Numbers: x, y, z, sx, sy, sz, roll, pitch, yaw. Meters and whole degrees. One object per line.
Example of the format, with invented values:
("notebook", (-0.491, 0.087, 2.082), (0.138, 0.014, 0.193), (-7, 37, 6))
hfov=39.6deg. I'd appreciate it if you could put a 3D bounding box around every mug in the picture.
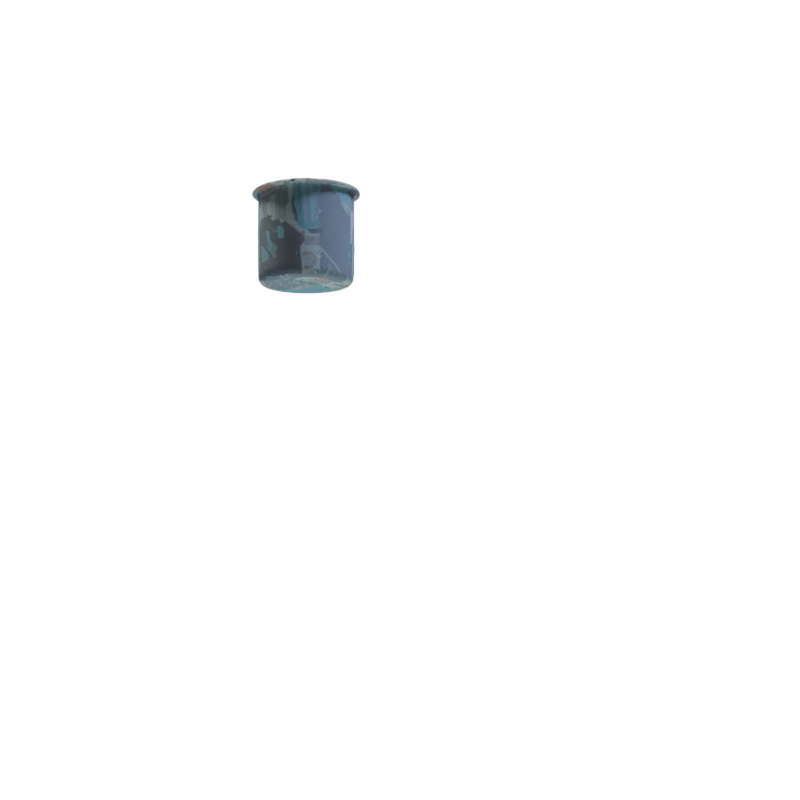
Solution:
("mug", (-0.075, -0.137, 0.957), (0.096, 0.084, 0.111), (-5, -10, 28))
